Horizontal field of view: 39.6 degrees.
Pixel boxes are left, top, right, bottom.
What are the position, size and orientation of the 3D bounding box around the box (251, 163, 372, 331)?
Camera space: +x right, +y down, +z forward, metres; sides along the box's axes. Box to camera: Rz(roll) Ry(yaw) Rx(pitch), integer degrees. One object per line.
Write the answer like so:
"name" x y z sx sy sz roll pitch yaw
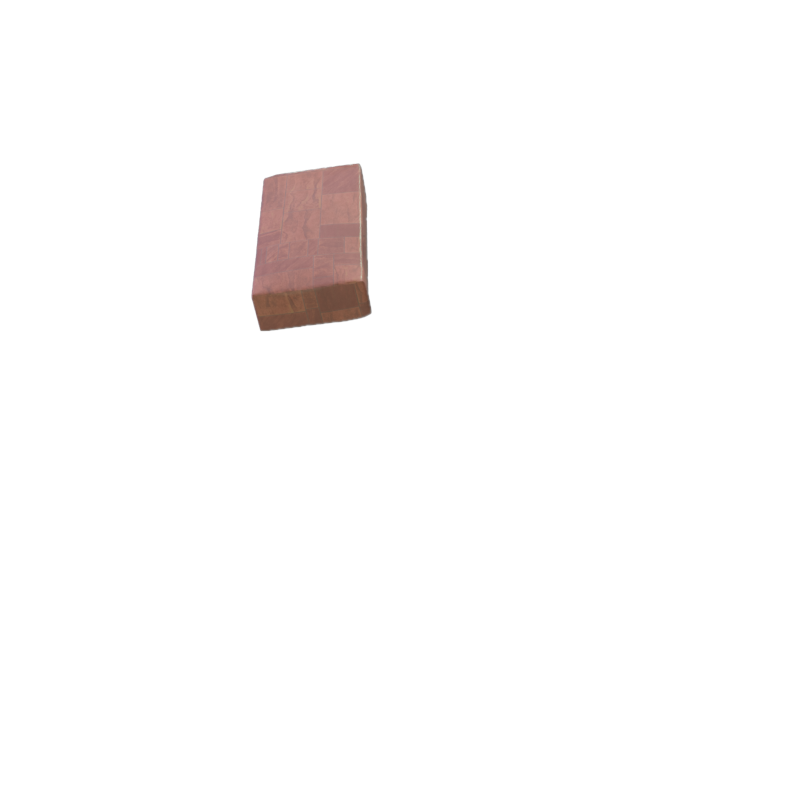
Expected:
"box" -0.075 -0.136 0.950 0.094 0.044 0.189 -8 43 4
